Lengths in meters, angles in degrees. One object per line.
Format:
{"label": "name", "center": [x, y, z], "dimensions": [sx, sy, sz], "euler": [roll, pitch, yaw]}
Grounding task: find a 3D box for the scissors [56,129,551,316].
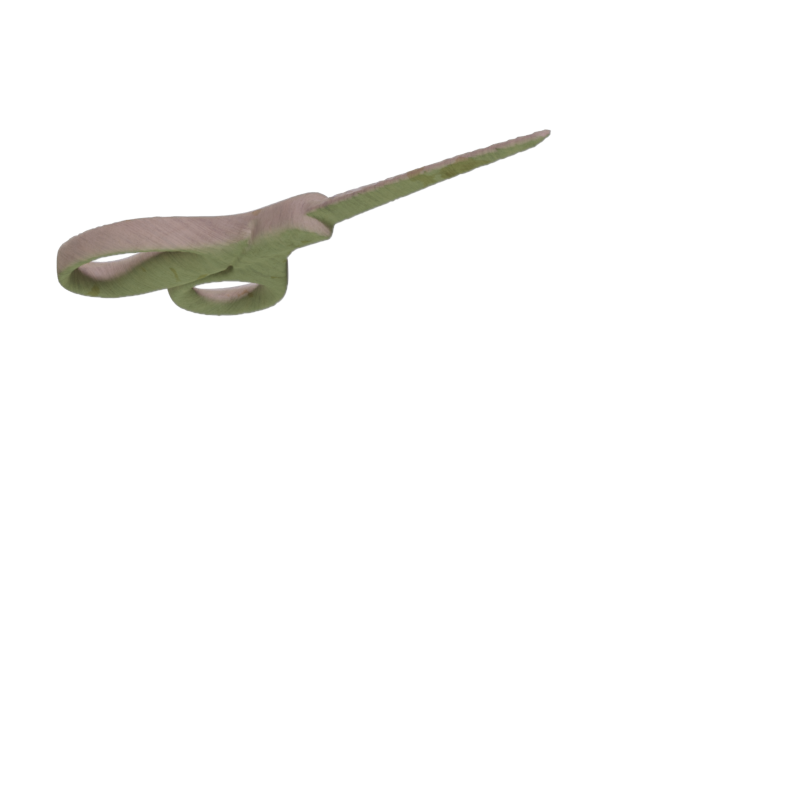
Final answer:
{"label": "scissors", "center": [-0.031, -0.056, 0.392], "dimensions": [0.206, 0.016, 0.090], "euler": [-6, -14, 27]}
